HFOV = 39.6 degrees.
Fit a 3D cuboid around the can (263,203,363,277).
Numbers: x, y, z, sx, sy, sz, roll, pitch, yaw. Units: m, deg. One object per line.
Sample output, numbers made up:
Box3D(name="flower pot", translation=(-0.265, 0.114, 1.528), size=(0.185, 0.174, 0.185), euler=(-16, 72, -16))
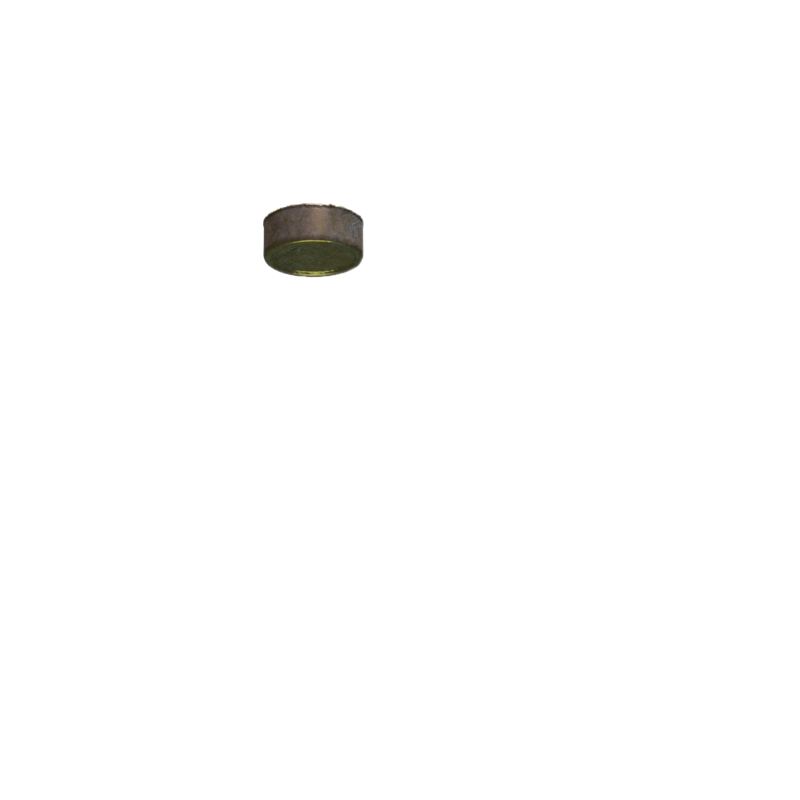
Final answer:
Box3D(name="can", translation=(-0.073, -0.133, 0.935), size=(0.086, 0.035, 0.082), euler=(0, -17, -2))
